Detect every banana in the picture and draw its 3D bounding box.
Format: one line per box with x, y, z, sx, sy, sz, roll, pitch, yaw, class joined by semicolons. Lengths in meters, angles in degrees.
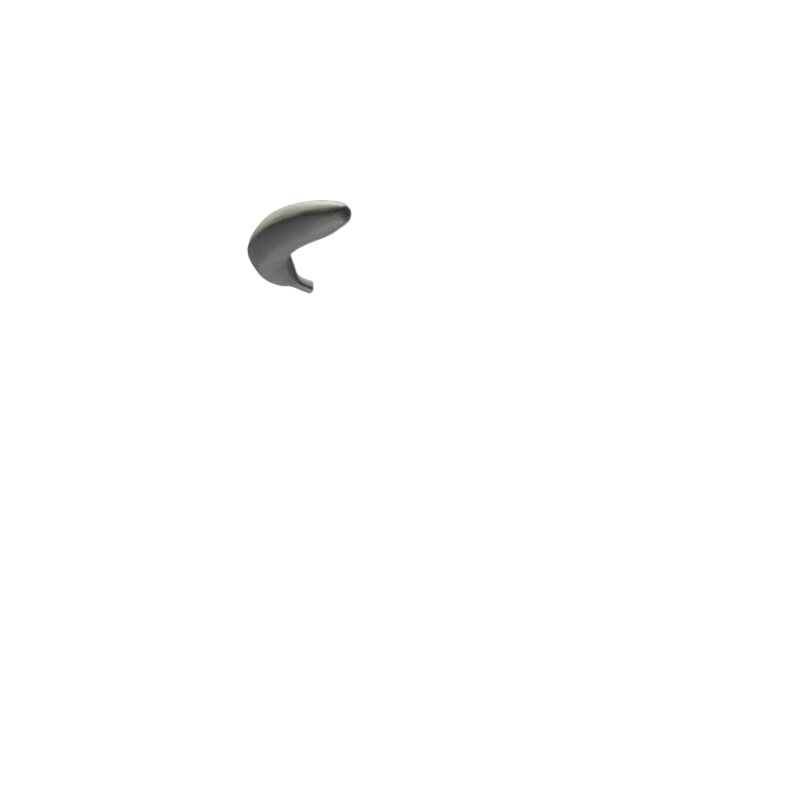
-0.092;-0.134;0.939;0.068;0.038;0.194;2;-11;-13;banana
